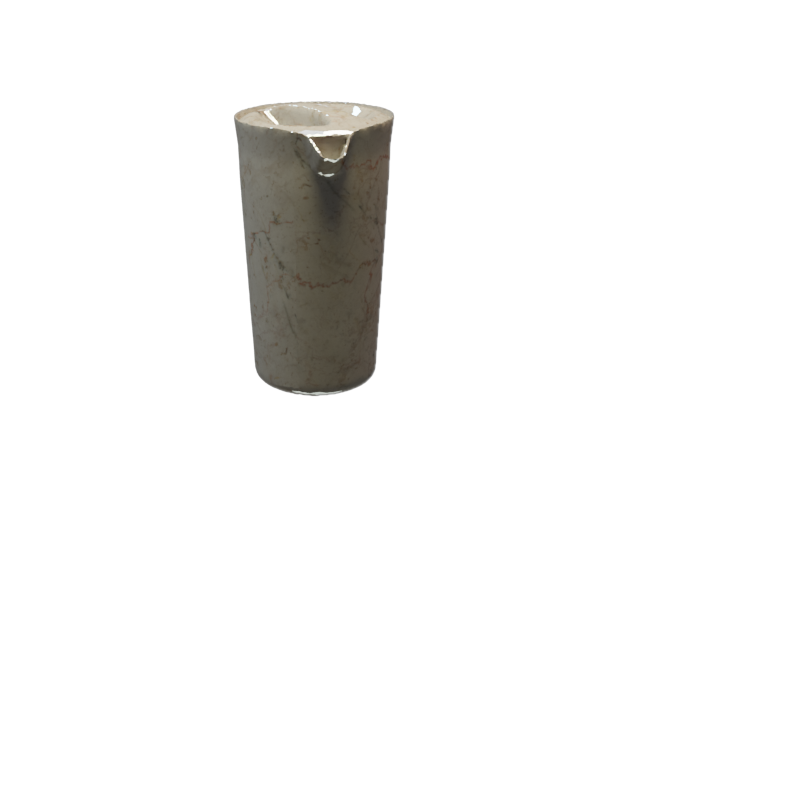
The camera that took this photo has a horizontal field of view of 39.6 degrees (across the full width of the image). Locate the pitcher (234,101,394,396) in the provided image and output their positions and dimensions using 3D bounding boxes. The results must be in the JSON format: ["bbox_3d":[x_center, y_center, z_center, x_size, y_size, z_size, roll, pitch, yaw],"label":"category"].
[{"bbox_3d":[-0.076,-0.138,0.966,0.152,0.233,0.149,13,23,29],"label":"pitcher"}]
